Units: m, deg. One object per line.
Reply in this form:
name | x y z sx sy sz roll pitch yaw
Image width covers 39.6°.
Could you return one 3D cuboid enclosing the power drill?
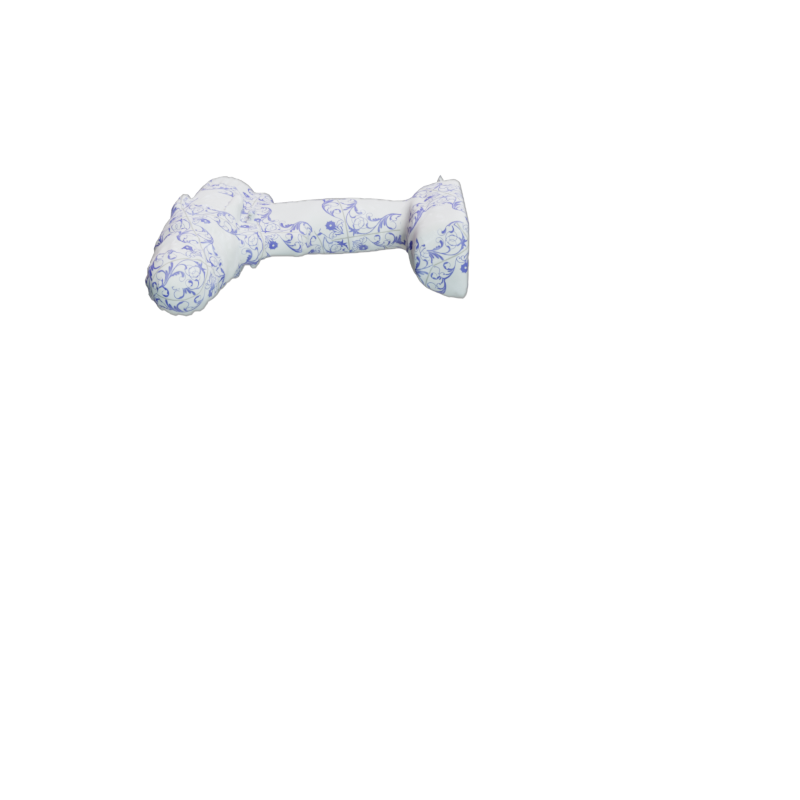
power drill | -0.053 -0.097 0.681 0.189 0.055 0.193 1 26 3
